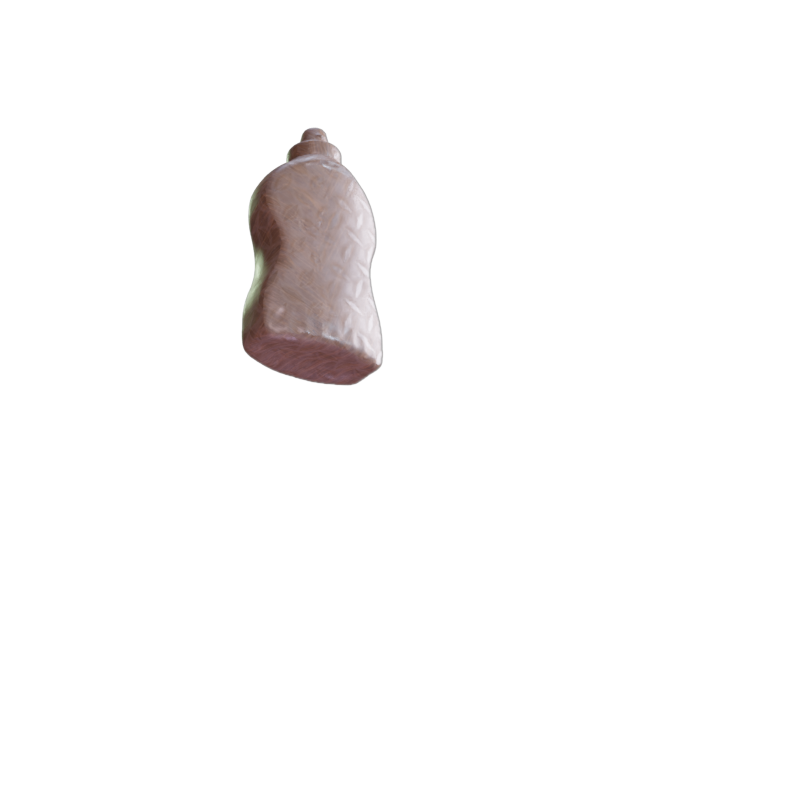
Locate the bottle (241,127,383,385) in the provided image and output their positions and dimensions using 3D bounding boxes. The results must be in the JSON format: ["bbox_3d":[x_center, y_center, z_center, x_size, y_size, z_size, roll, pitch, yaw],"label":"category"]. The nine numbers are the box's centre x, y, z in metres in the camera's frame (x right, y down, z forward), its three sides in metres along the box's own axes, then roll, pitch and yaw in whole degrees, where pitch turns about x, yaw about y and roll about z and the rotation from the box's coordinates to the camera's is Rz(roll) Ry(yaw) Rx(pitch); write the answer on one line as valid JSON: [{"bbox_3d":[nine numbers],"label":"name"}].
[{"bbox_3d":[-0.060,-0.111,0.776,0.092,0.204,0.057,16,-36,-28],"label":"bottle"}]
